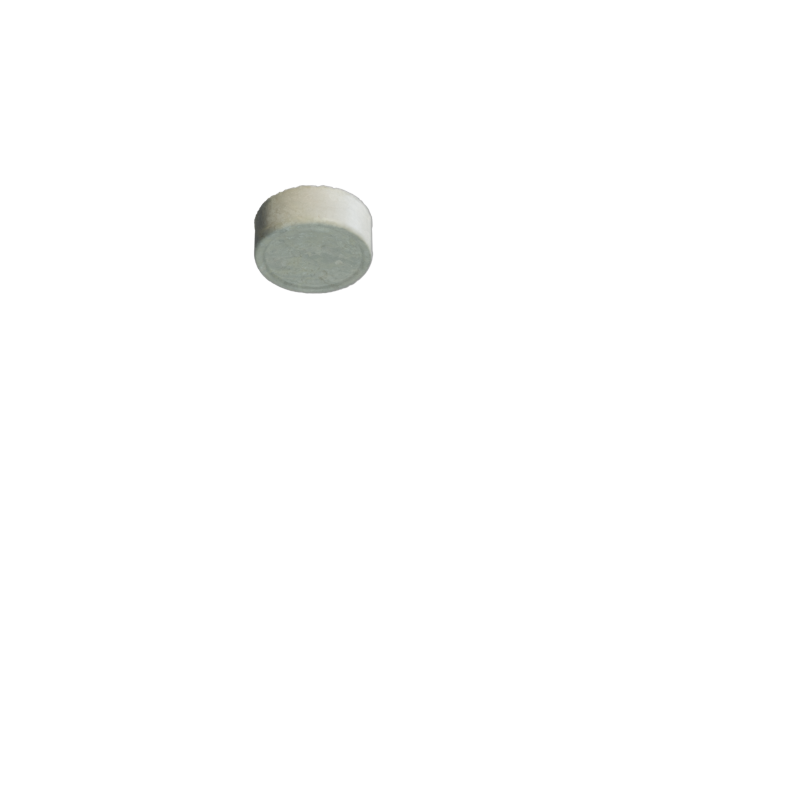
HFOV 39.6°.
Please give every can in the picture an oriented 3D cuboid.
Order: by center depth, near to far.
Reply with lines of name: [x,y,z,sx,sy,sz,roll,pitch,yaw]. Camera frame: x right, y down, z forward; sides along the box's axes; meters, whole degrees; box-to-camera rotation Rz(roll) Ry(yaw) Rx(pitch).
can: [-0.062,-0.113,0.792,0.086,0.036,0.080,1,-34,-2]
